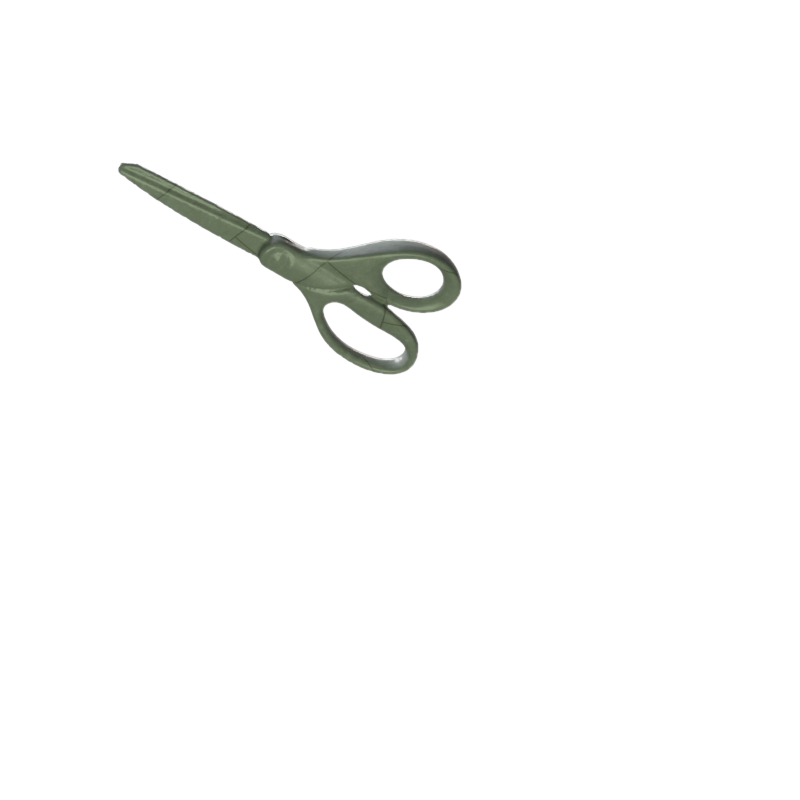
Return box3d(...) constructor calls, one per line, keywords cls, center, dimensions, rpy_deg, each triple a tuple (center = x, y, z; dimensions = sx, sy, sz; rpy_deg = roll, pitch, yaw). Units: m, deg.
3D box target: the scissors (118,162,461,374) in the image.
box3d(cls="scissors", center=(-0.047, -0.085, 0.598), dimensions=(0.096, 0.190, 0.017), rpy_deg=(-34, 29, 23))
